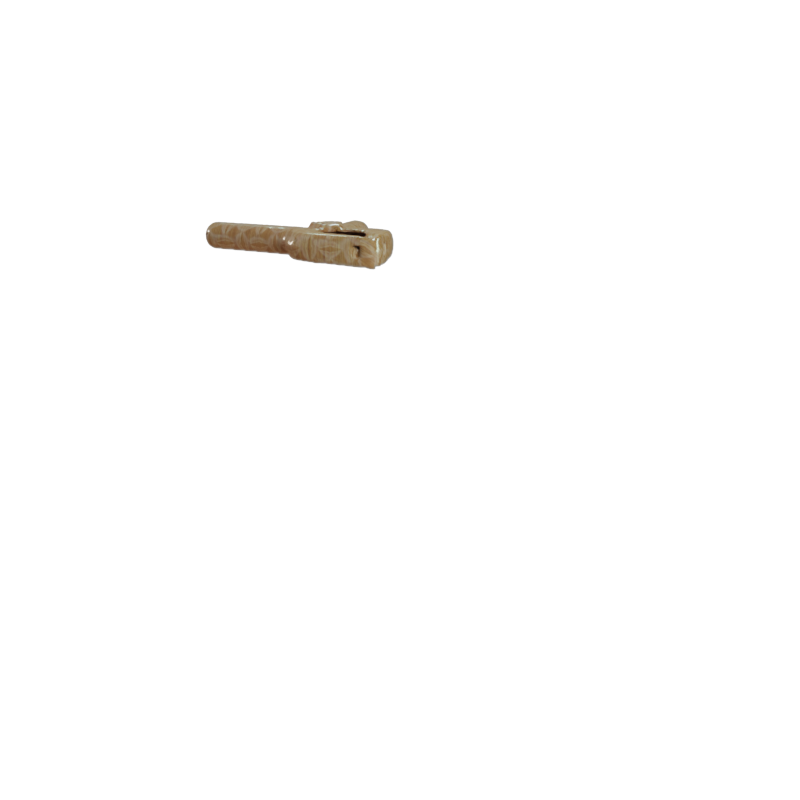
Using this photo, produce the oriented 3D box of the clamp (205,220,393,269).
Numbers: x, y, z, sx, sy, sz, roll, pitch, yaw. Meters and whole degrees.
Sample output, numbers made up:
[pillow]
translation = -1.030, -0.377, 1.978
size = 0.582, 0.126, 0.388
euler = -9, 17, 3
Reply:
[clamp]
translation = -0.077, -0.141, 0.985
size = 0.161, 0.036, 0.219
euler = -4, 14, -18
